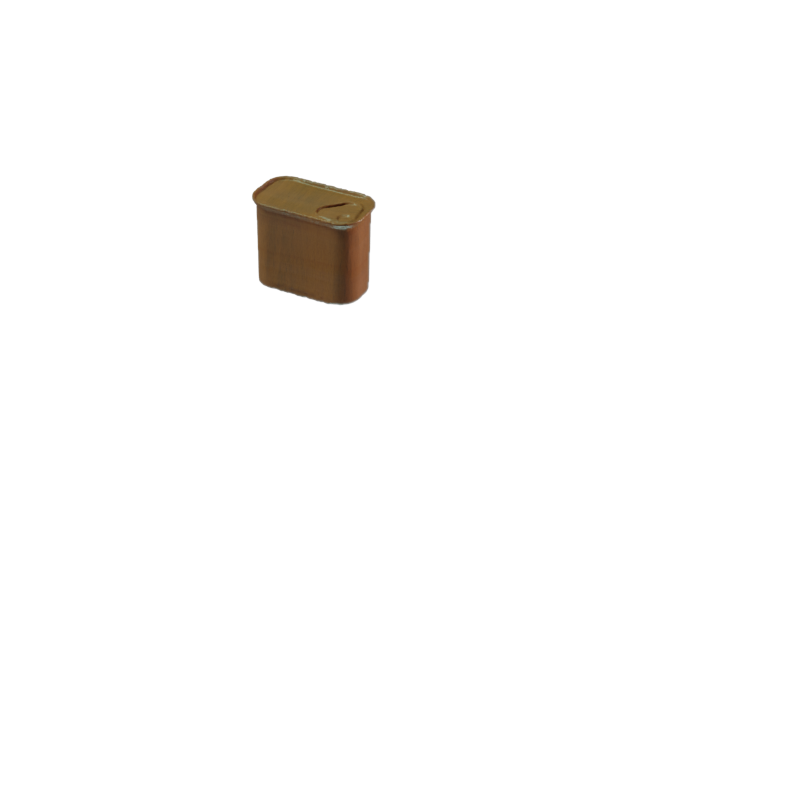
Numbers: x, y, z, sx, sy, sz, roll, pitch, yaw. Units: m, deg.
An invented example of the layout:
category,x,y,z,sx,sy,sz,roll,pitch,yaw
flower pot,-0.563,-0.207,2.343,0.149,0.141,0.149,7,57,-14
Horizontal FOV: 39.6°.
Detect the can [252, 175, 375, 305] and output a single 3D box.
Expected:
category,x,y,z,sx,sy,sz,roll,pitch,yaw
can,-0.074,-0.135,0.944,0.106,0.079,0.059,17,36,22
